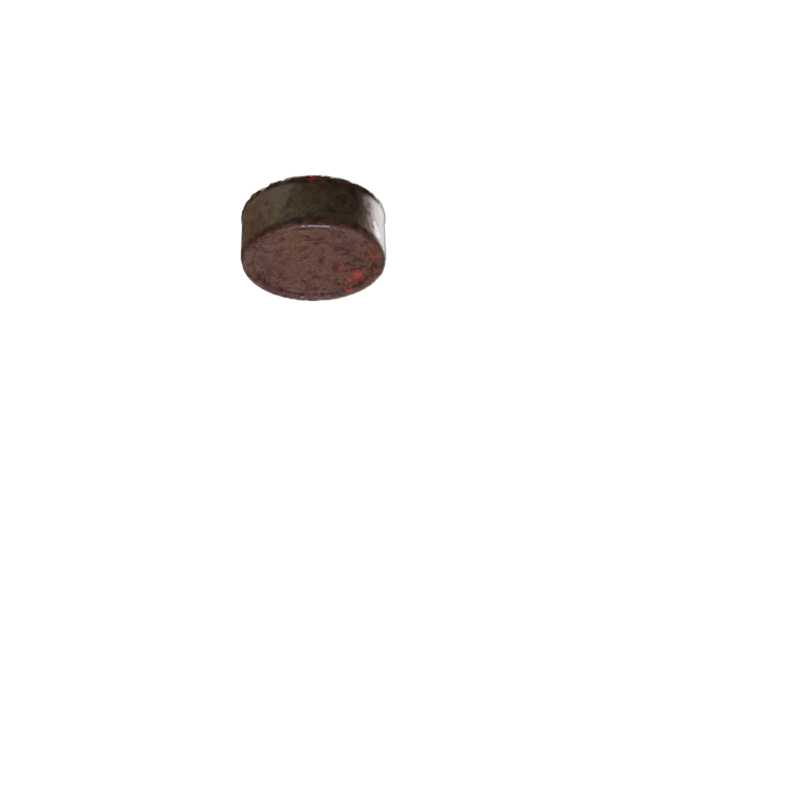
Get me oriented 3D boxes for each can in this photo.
[{"bbox_3d":[-0.051,-0.093,0.648,0.086,0.036,0.081,1,-28,-2],"label":"can"}]
